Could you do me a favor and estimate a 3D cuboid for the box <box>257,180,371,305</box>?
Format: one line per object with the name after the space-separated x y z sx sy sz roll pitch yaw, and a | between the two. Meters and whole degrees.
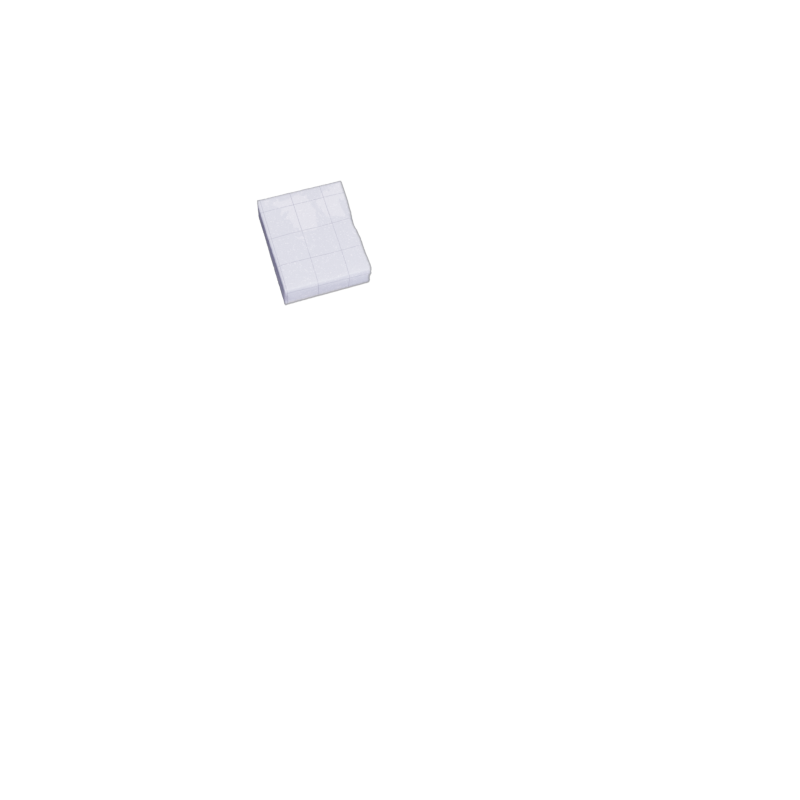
-0.071 -0.129 0.904 0.073 0.095 0.028 -15 -25 -8 | box
